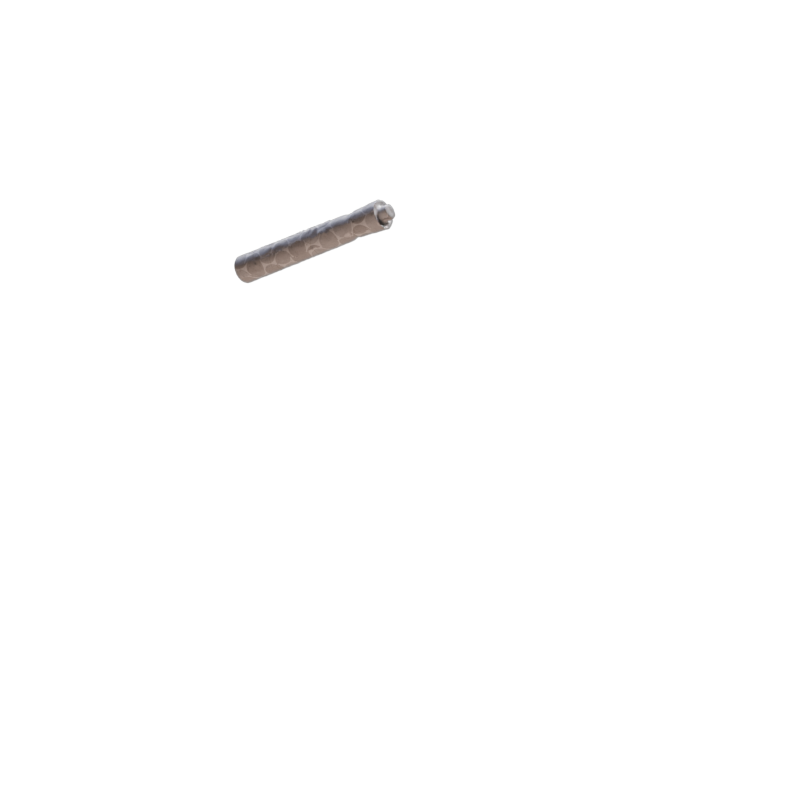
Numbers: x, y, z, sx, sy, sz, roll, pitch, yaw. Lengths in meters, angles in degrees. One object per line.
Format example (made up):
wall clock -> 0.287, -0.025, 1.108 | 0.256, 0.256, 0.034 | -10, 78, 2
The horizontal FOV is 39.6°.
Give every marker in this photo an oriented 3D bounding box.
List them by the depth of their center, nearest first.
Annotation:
marker -> -0.054, -0.098, 0.689 | 0.122, 0.020, 0.019 | -15, -6, 35
